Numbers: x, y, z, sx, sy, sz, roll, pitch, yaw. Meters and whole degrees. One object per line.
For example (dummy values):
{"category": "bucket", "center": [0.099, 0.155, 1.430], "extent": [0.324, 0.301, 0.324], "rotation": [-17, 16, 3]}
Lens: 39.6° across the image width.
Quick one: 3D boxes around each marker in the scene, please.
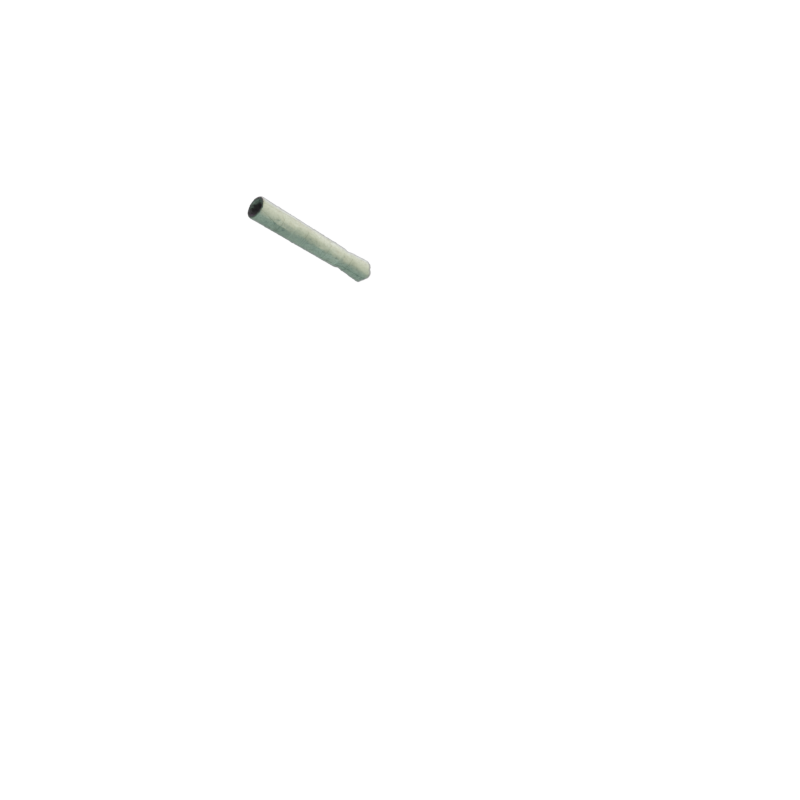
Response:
{"category": "marker", "center": [-0.068, -0.123, 0.863], "extent": [0.113, 0.020, 0.021], "rotation": [28, -14, -35]}
